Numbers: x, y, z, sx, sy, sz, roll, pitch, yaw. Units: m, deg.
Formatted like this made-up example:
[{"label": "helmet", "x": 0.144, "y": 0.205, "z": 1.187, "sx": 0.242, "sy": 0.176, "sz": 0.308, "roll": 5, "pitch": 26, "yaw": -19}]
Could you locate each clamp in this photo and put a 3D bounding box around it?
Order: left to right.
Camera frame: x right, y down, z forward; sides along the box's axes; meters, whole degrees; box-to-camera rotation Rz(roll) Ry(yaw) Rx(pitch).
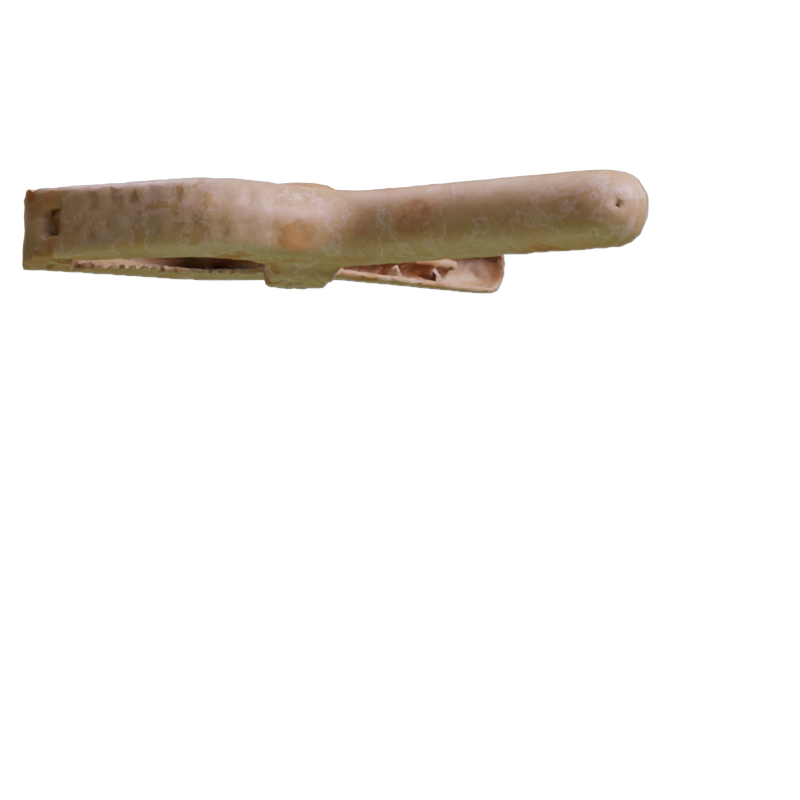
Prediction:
[{"label": "clamp", "x": -0.033, "y": -0.060, "z": 0.422, "sx": 0.209, "sy": 0.037, "sz": 0.162, "roll": 0, "pitch": -2, "yaw": -2}]
